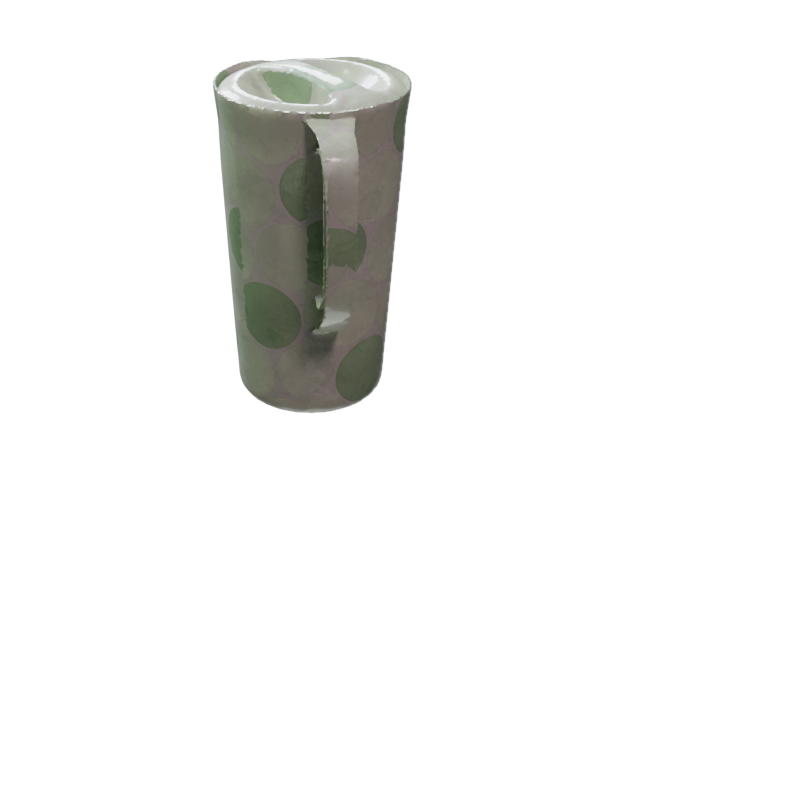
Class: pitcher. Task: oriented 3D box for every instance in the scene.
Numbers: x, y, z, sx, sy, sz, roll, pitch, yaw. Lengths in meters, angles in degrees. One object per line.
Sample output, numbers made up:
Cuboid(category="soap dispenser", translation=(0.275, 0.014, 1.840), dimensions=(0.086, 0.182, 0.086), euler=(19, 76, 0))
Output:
Cuboid(category="pitcher", translation=(-0.061, -0.112, 0.781), dimensions=(0.152, 0.230, 0.150), euler=(17, 31, 27))
